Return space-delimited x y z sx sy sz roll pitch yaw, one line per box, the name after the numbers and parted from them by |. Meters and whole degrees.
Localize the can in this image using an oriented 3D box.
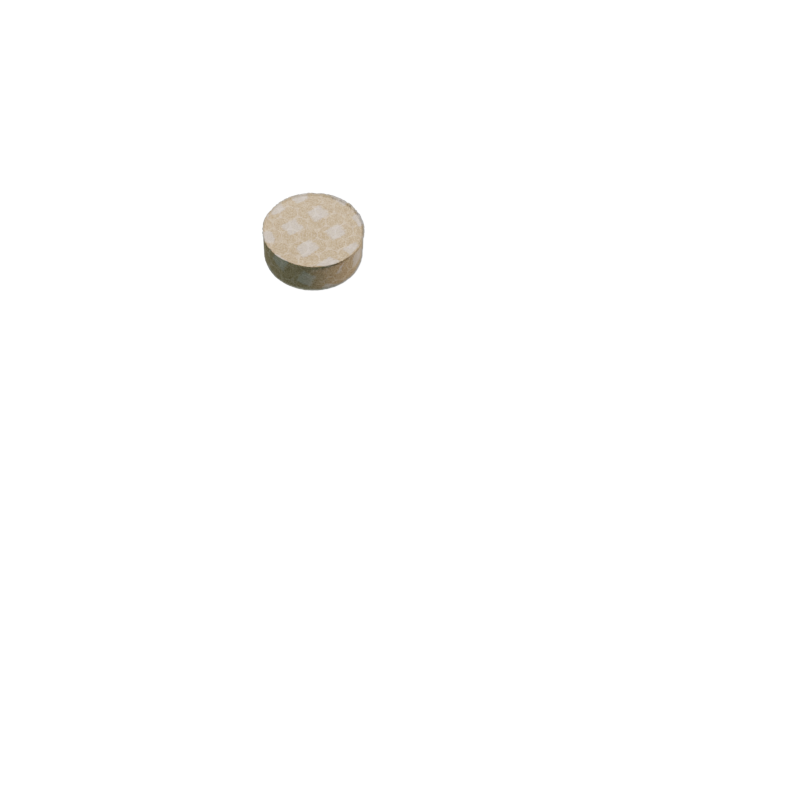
-0.074 -0.134 0.939 0.086 0.092 0.031 -1 -39 -1 | can
